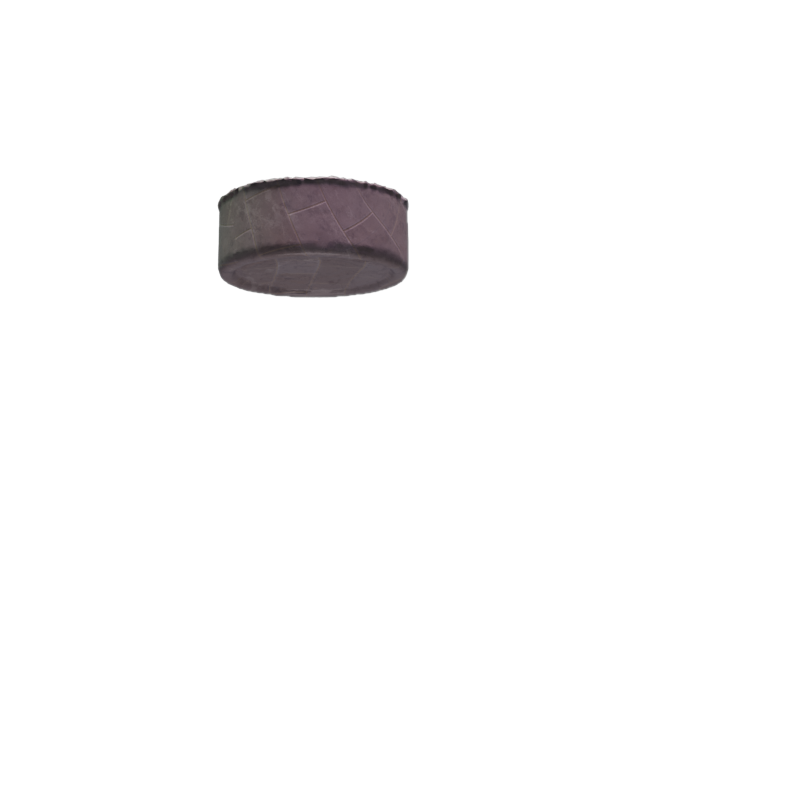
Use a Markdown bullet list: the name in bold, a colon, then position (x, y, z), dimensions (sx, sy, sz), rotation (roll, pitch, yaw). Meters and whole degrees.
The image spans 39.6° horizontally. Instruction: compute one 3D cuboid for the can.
- **can**: position (-0.039, -0.070, 0.493), dimensions (0.086, 0.035, 0.084), rotation (0, -9, -2)
